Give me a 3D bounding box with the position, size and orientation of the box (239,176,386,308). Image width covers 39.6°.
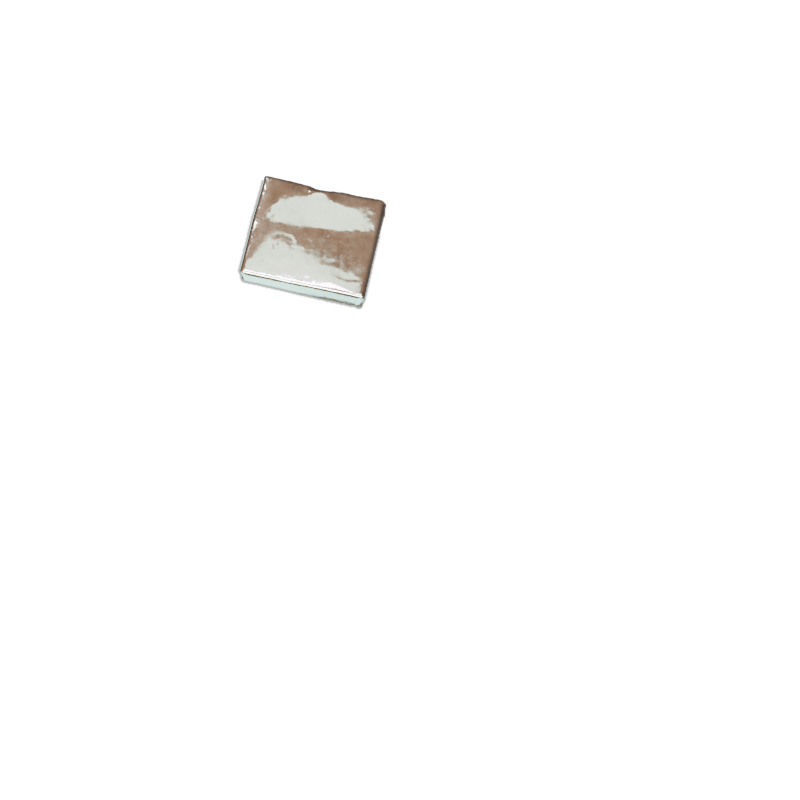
[{"bbox_3d":[-0.061,-0.111,0.775,0.090,0.076,0.029,12,-16,3],"label":"box"}]
